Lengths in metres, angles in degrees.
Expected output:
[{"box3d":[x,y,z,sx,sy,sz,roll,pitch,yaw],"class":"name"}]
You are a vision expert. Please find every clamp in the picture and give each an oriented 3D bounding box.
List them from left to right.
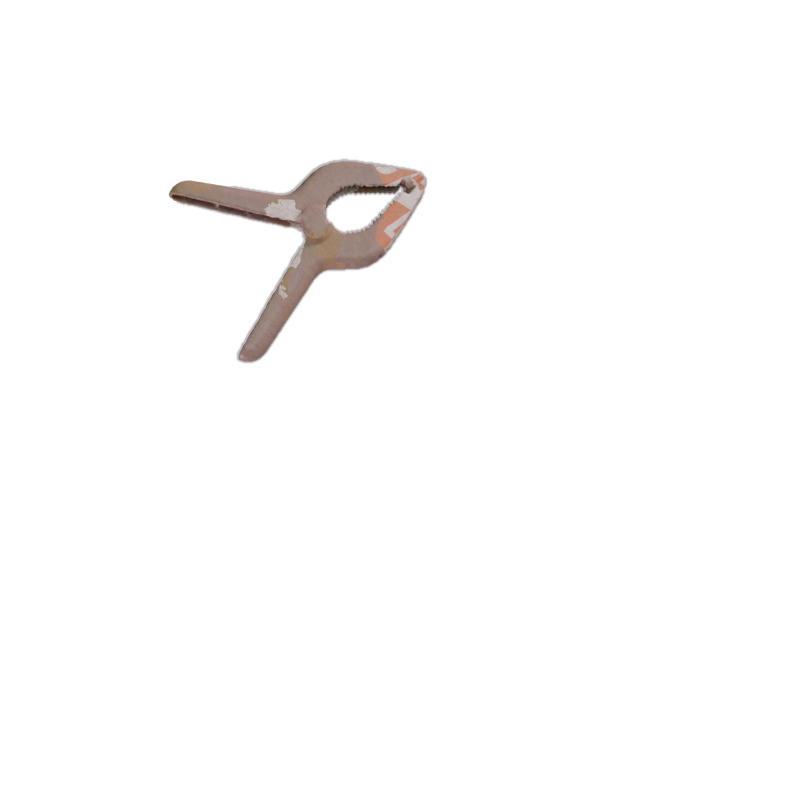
[{"box3d":[-0.072,-0.132,0.926,0.209,0.171,0.035,-17,-13,-4],"class":"clamp"}]
